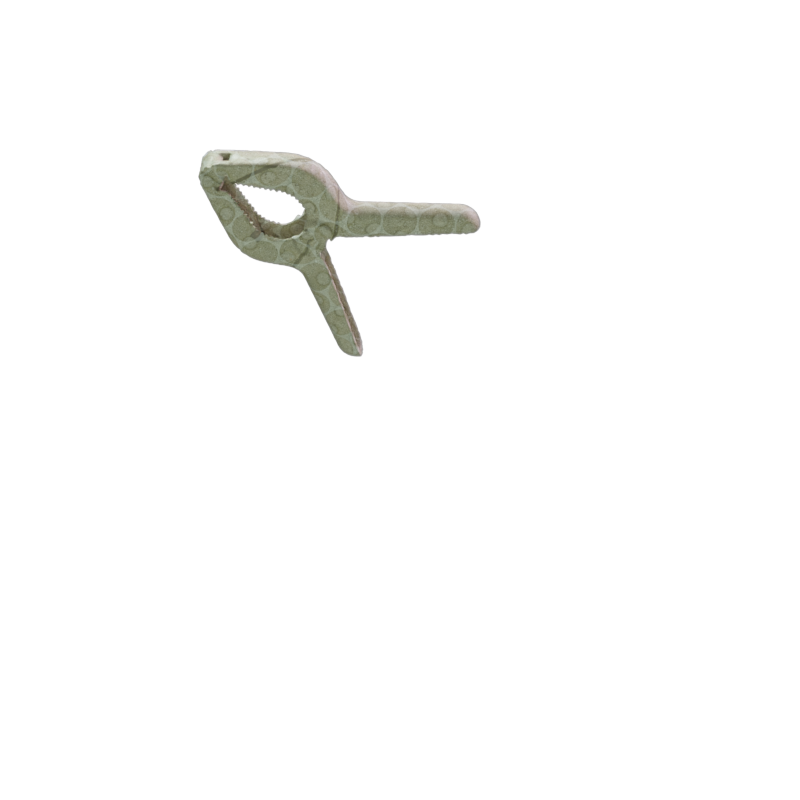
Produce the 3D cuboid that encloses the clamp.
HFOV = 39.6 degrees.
[{"bbox_3d":[-0.067,-0.122,0.856,0.203,0.159,0.039,24,32,-16],"label":"clamp"}]
